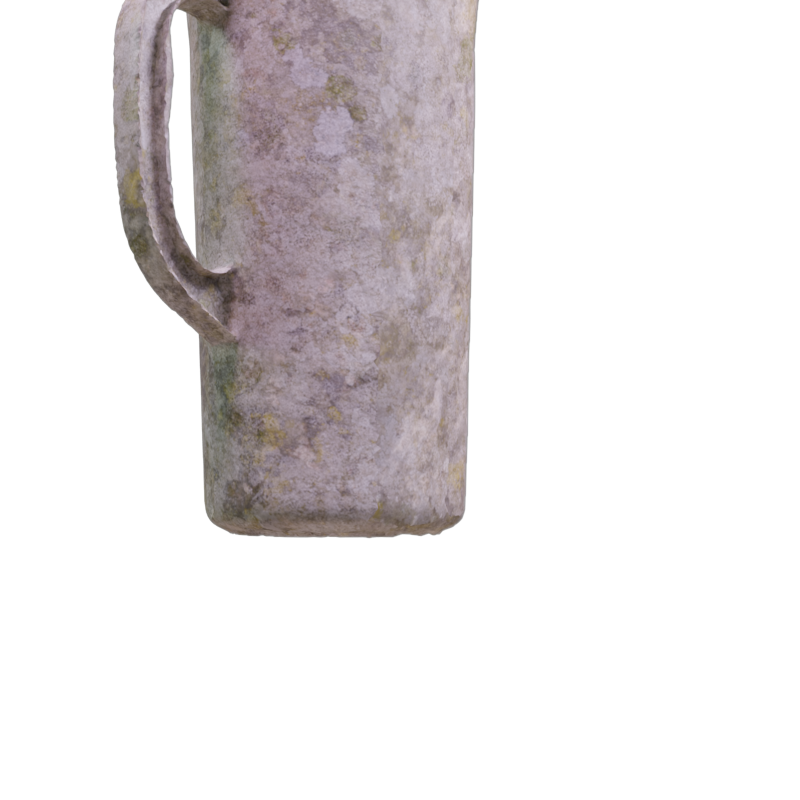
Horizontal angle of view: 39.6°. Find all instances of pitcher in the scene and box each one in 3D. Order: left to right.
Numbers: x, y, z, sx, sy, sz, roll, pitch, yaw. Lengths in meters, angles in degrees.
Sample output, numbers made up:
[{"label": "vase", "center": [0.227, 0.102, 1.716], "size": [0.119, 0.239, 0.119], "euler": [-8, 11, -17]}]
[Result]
[{"label": "pitcher", "center": [-0.037, -0.068, 0.476], "size": [0.150, 0.250, 0.140], "euler": [-1, -10, 2]}]
